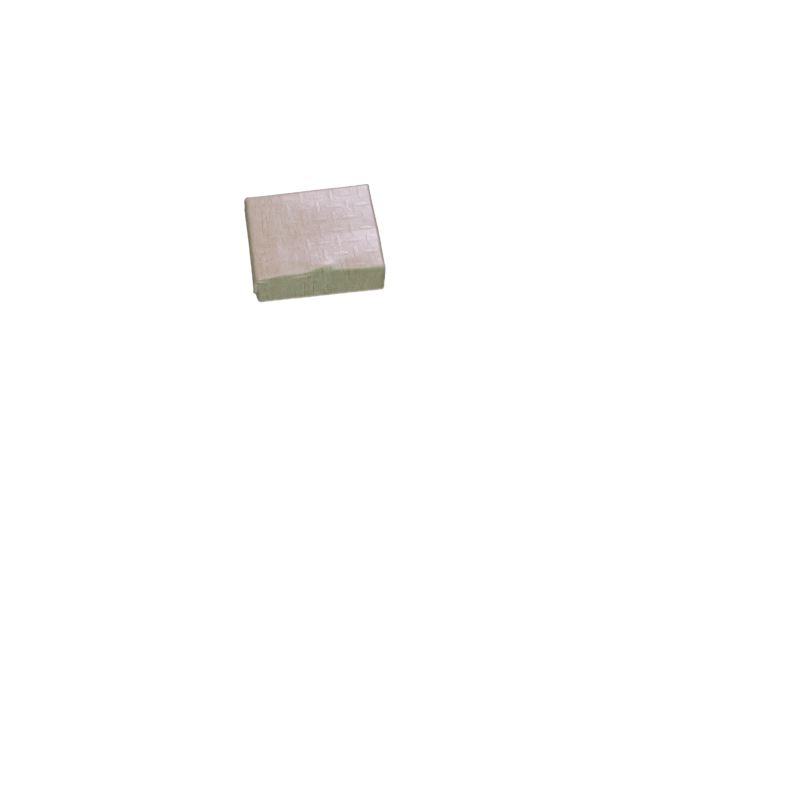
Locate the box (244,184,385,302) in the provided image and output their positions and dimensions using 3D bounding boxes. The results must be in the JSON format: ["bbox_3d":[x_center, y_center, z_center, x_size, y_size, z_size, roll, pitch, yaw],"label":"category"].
[{"bbox_3d":[-0.059,-0.108,0.757,0.089,0.079,0.028,-7,-34,-5],"label":"box"}]
